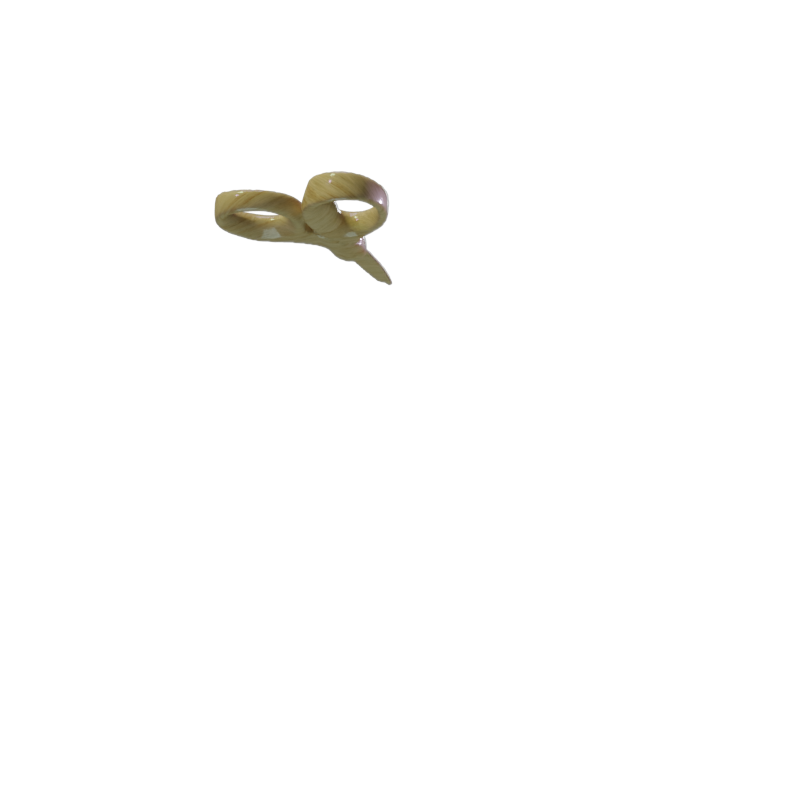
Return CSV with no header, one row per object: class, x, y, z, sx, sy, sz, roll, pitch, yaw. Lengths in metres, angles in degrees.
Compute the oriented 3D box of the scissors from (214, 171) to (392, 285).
scissors,-0.048,-0.087,0.611,0.096,0.016,0.196,0,-8,-2
